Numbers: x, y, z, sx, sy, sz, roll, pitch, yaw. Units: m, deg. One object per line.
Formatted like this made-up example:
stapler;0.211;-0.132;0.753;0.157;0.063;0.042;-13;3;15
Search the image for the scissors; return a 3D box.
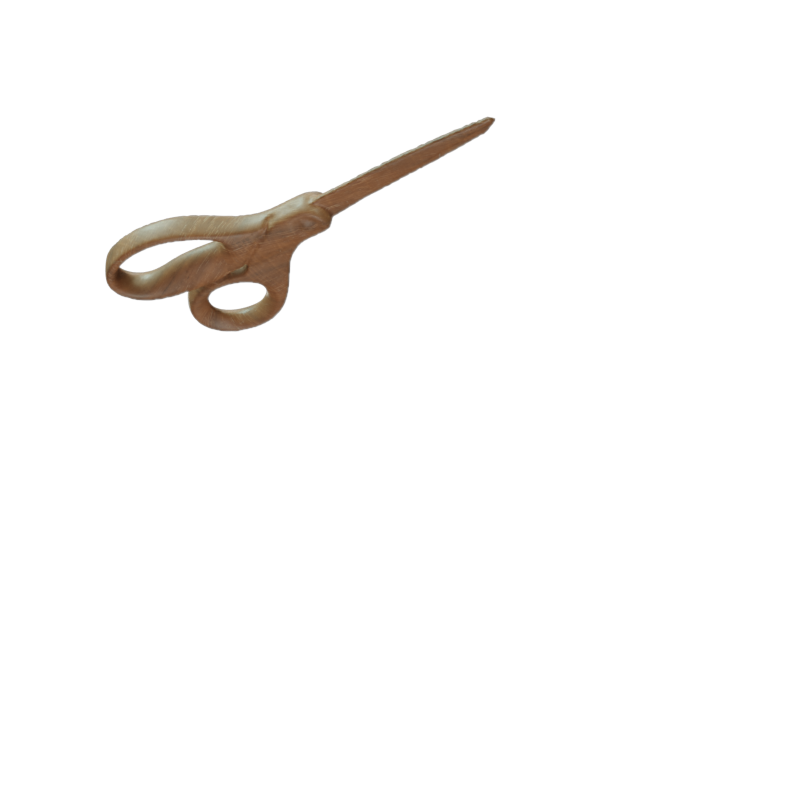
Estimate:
scissors;-0.040;-0.072;0.506;0.204;0.017;0.089;-12;-31;21
